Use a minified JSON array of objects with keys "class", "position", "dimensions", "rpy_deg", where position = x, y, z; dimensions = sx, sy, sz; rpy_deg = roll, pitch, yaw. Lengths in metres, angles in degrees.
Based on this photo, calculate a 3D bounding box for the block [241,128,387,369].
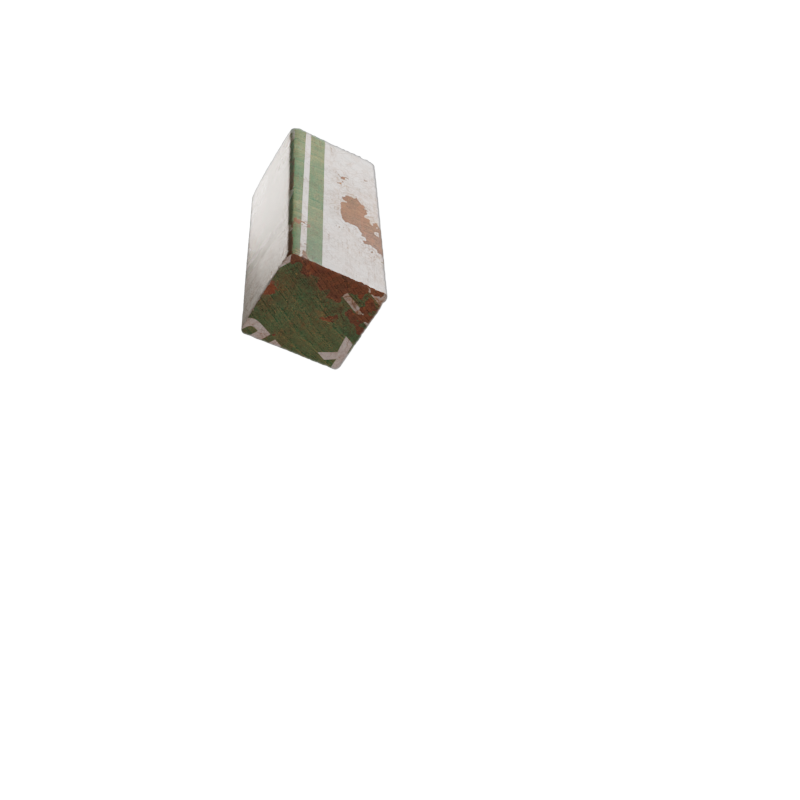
[{"class":"block","position":[-0.075,-0.138,0.962],"dimensions":[0.087,0.087,0.221],"rpy_deg":[22,34,-20]}]
